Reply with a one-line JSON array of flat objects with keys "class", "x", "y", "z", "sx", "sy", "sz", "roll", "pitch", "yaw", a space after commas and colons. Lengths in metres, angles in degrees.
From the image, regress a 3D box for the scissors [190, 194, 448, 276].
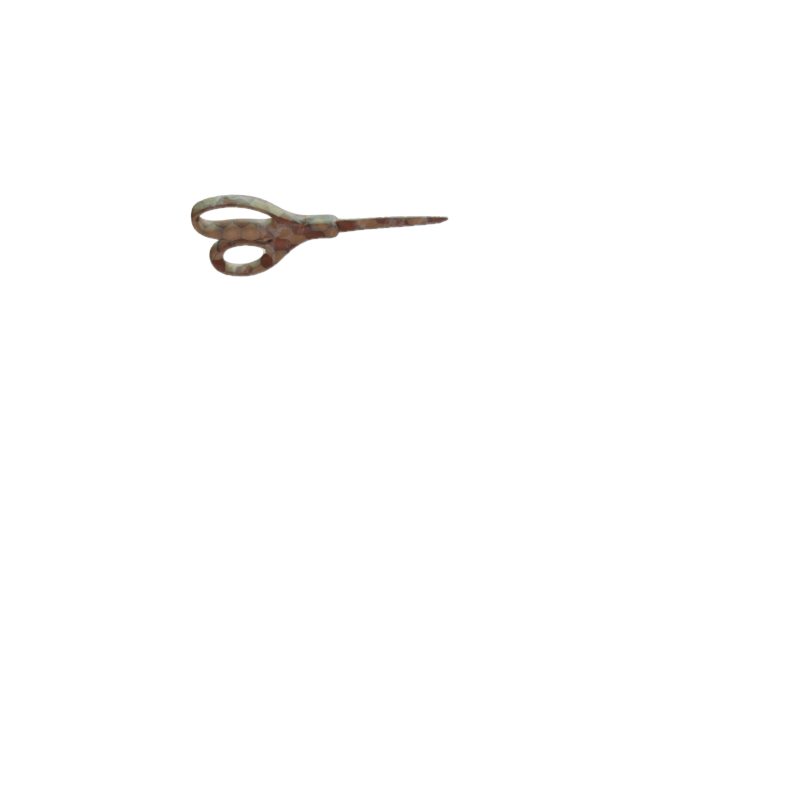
[{"class": "scissors", "x": -0.070, "y": -0.128, "z": 0.900, "sx": 0.199, "sy": 0.017, "sz": 0.091, "roll": 6, "pitch": -37, "yaw": -8}]
